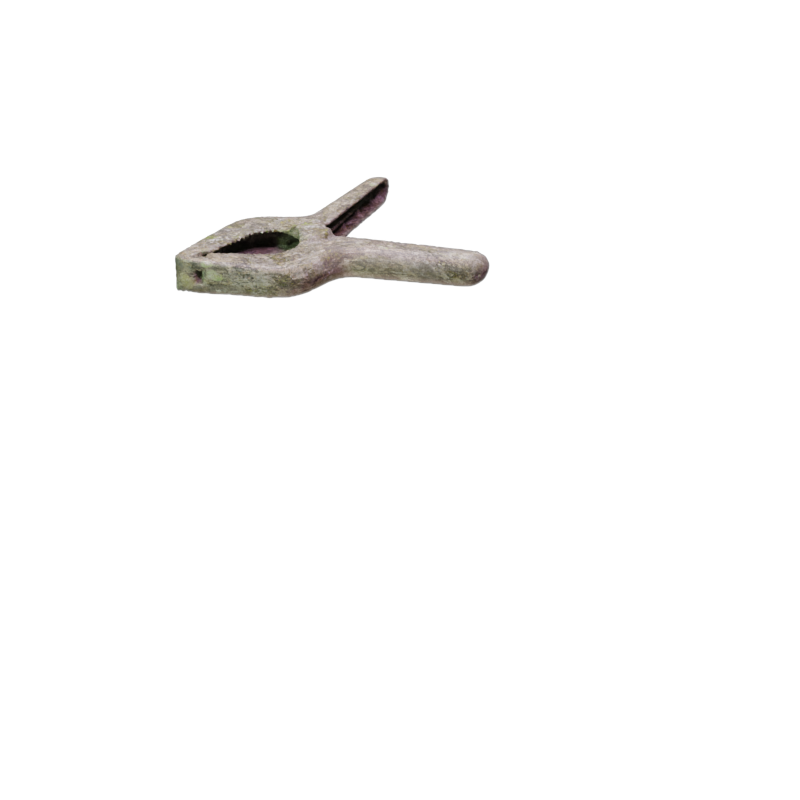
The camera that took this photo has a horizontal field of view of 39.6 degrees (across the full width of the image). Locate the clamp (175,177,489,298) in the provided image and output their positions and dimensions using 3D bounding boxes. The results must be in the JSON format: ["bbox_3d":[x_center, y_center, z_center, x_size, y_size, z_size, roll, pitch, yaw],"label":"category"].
[{"bbox_3d":[-0.063,-0.115,0.807,0.207,0.034,0.177,-10,33,-16],"label":"clamp"}]
